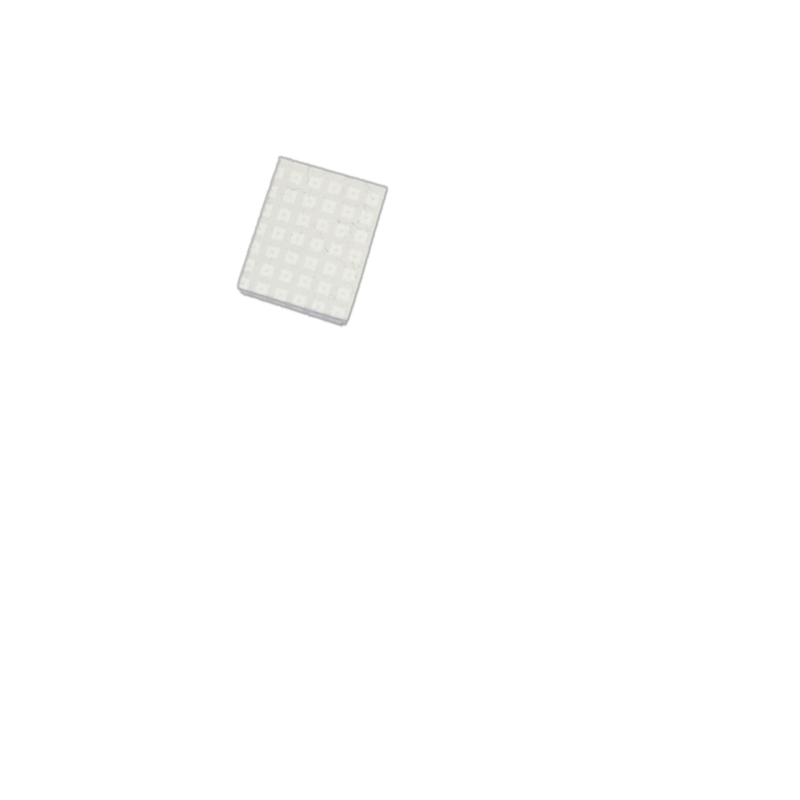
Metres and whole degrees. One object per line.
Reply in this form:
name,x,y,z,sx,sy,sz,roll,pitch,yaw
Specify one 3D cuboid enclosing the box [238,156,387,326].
box,-0.068,-0.125,0.877,0.090,0.116,0.038,16,-12,3
